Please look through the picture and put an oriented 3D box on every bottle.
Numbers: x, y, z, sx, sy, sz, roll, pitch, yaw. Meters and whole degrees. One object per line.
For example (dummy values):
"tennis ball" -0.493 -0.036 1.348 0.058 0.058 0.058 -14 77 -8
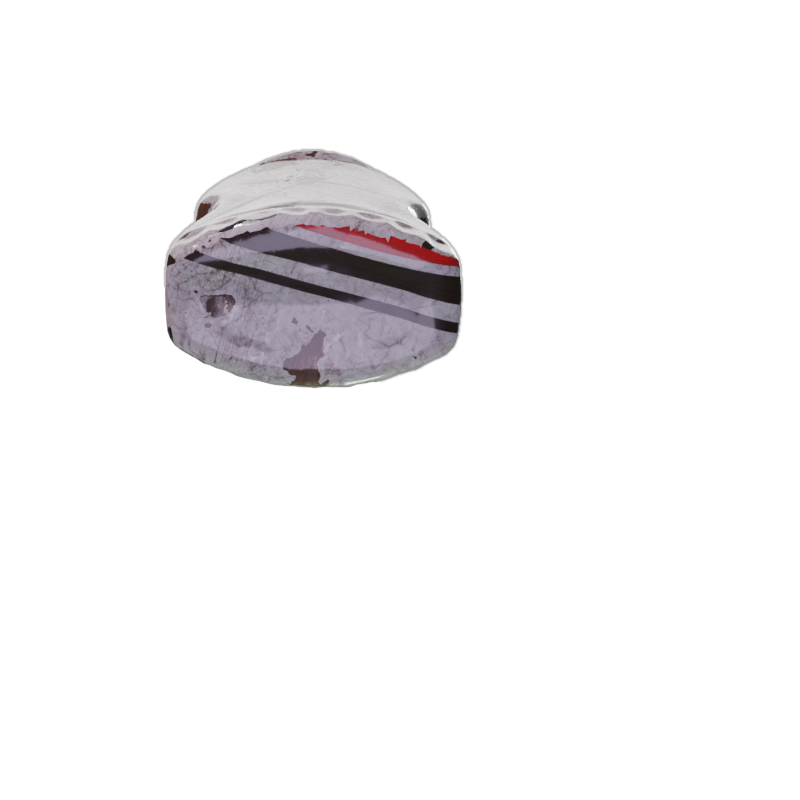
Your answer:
"bottle" -0.034 -0.063 0.440 0.096 0.056 0.199 -1 19 -3
